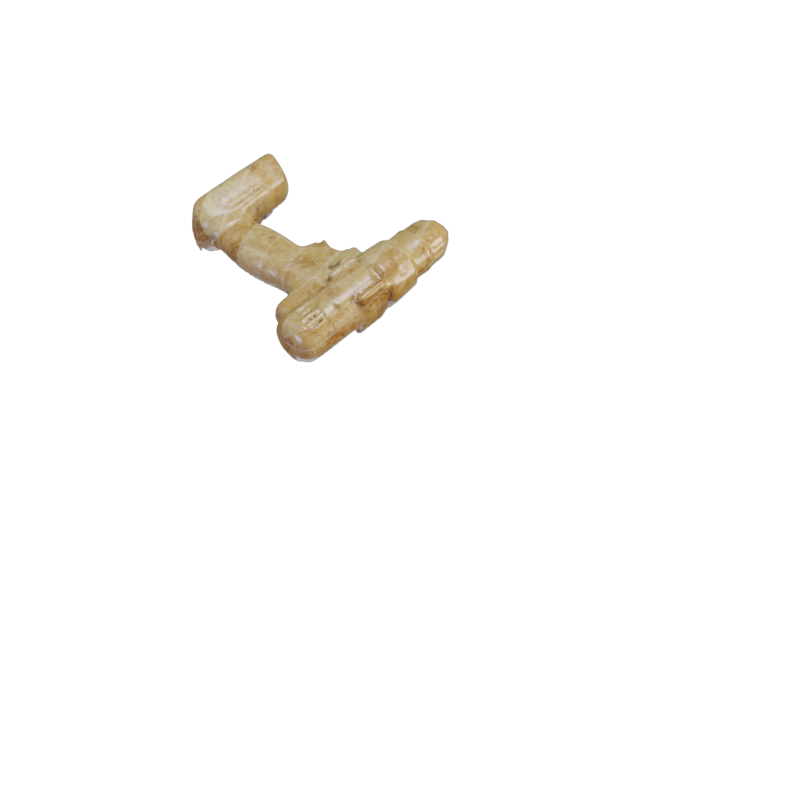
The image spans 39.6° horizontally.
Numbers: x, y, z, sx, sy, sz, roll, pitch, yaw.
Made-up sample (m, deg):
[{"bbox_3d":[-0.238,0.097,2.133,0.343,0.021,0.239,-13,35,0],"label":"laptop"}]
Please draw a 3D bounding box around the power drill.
[{"bbox_3d":[-0.076,-0.139,0.972,0.186,0.053,0.200,-38,60,-27],"label":"power drill"}]
